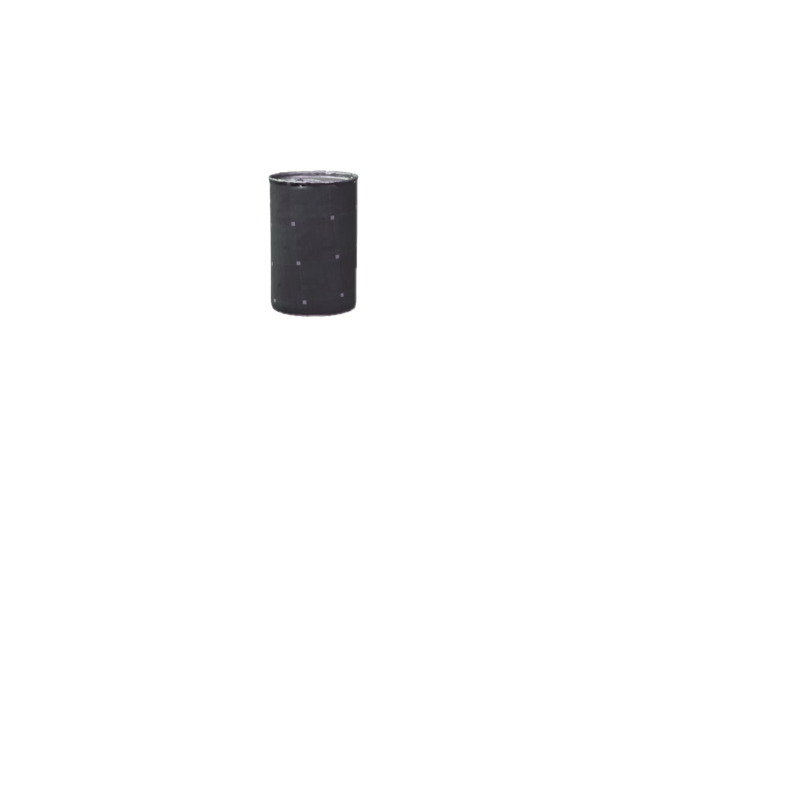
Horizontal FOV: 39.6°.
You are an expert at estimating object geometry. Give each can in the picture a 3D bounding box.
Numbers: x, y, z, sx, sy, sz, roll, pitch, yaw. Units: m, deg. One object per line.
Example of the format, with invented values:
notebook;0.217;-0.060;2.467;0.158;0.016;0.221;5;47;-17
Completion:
can;-0.066;-0.121;0.844;0.068;0.099;0.071;0;13;-2
